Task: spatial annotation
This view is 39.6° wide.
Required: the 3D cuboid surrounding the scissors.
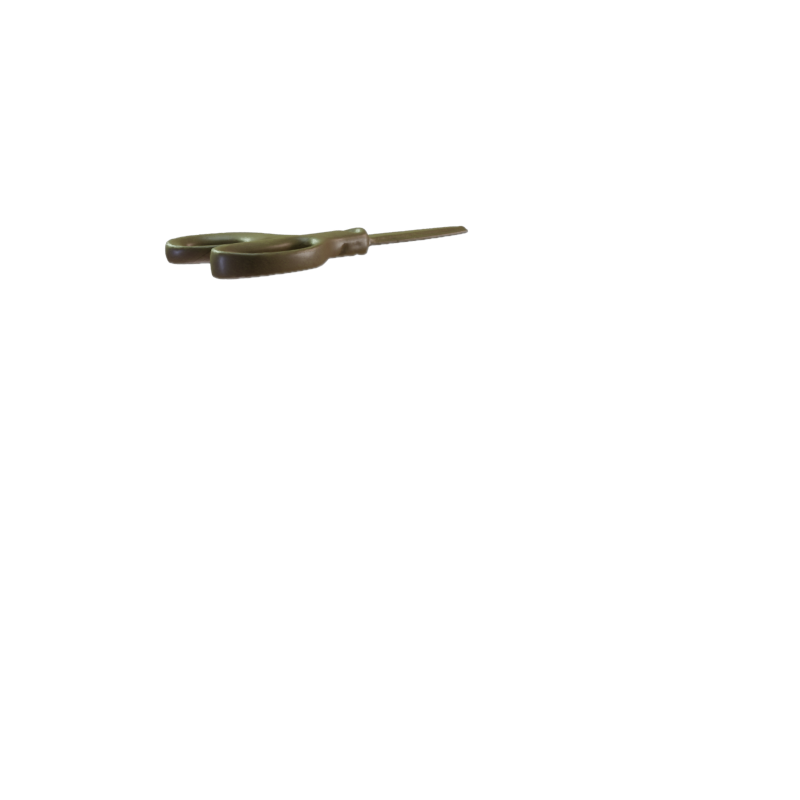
[{"bbox_3d":[-0.048,-0.088,0.618,0.100,0.015,0.199,8,17,29],"label":"scissors"}]
